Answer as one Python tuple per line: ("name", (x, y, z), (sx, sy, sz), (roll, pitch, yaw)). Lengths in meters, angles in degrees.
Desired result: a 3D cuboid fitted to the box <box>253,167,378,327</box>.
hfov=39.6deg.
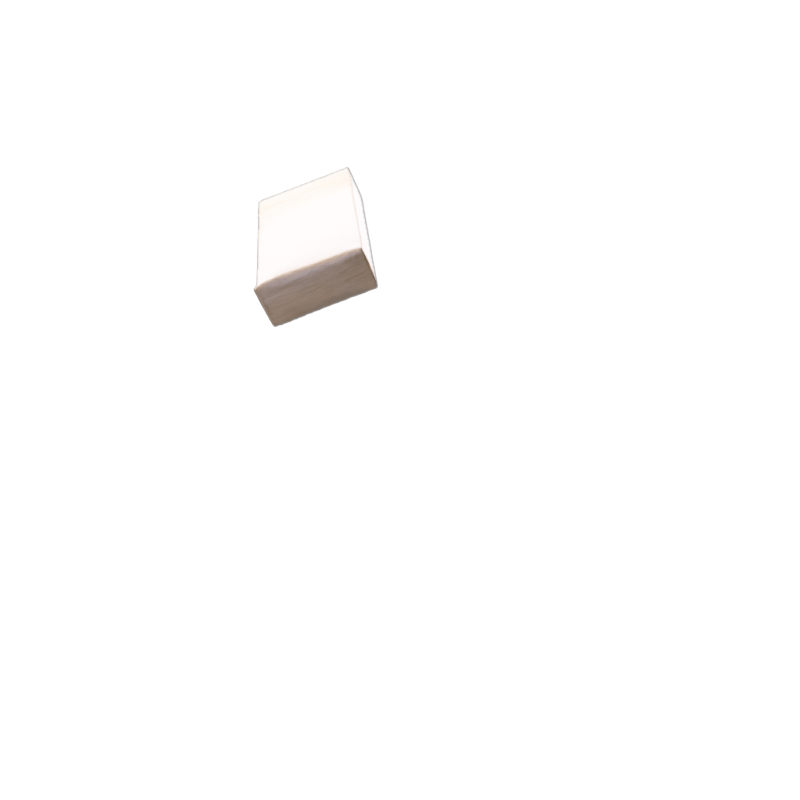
("box", (-0.074, -0.135, 0.944), (0.094, 0.045, 0.187), (-20, 29, 7))
